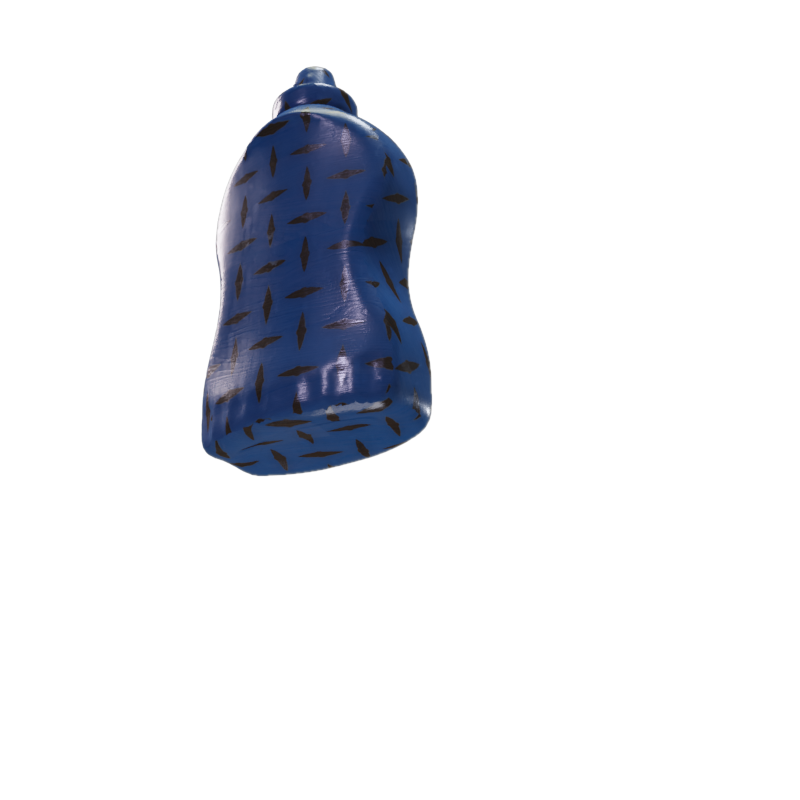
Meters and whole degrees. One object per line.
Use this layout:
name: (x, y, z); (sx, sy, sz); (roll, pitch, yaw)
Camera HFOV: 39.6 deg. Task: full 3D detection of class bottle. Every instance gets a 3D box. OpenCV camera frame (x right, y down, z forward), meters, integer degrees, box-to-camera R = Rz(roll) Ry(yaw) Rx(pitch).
bottle: (-0.038, -0.069, 0.488); (0.097, 0.204, 0.054); (-21, -35, 29)
